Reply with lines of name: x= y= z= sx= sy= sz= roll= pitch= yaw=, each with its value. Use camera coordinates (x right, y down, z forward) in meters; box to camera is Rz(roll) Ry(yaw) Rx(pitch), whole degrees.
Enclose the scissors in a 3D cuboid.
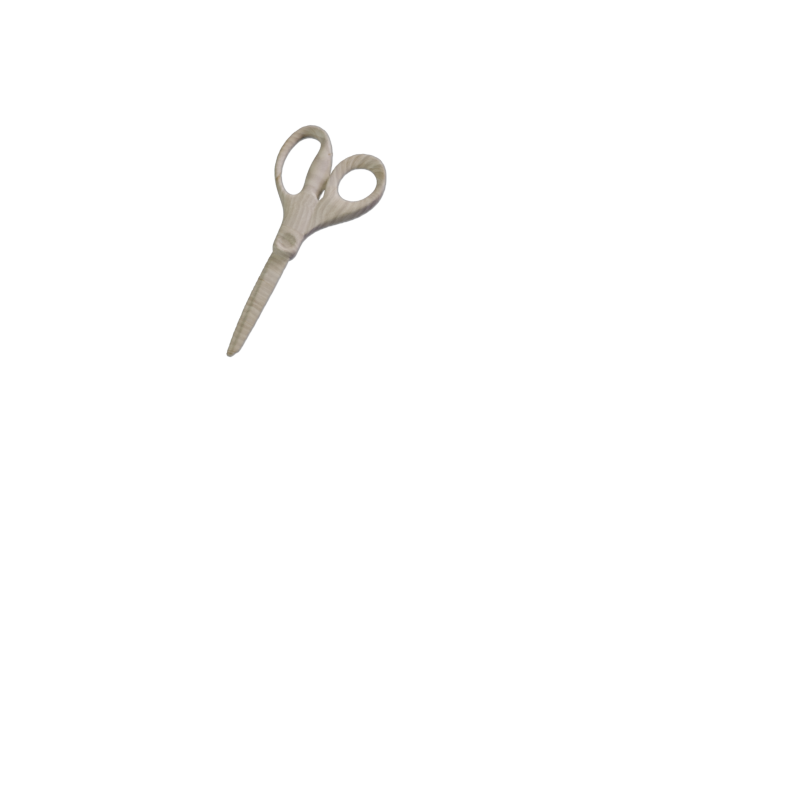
scissors: x=-0.065 y=-0.118 z=0.828 sx=0.097 sy=0.213 sz=0.015 roll=6 pitch=-27 yaw=3
